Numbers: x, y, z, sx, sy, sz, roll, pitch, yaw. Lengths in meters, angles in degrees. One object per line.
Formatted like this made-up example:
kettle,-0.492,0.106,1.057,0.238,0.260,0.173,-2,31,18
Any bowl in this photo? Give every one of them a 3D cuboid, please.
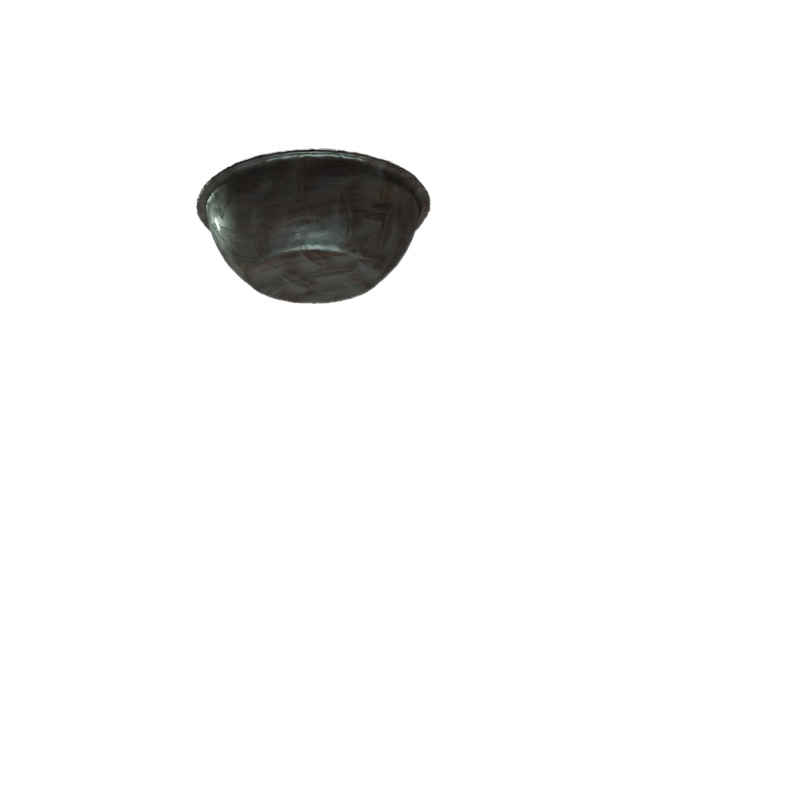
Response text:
bowl,-0.059,-0.108,0.756,0.162,0.058,0.154,1,-20,-2
